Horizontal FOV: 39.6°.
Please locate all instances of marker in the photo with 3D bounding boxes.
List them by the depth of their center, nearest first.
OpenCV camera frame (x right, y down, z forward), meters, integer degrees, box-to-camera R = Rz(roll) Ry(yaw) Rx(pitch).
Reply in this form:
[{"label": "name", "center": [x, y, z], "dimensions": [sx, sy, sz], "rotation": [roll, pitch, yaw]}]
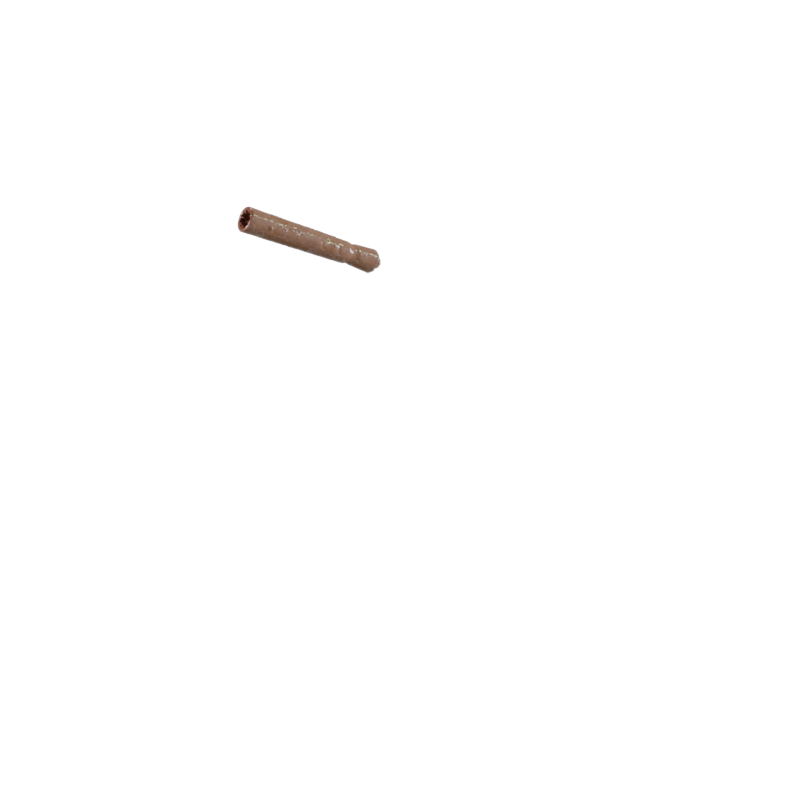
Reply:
[{"label": "marker", "center": [-0.064, -0.117, 0.816], "dimensions": [0.115, 0.020, 0.020], "rotation": [14, -5, -33]}]
